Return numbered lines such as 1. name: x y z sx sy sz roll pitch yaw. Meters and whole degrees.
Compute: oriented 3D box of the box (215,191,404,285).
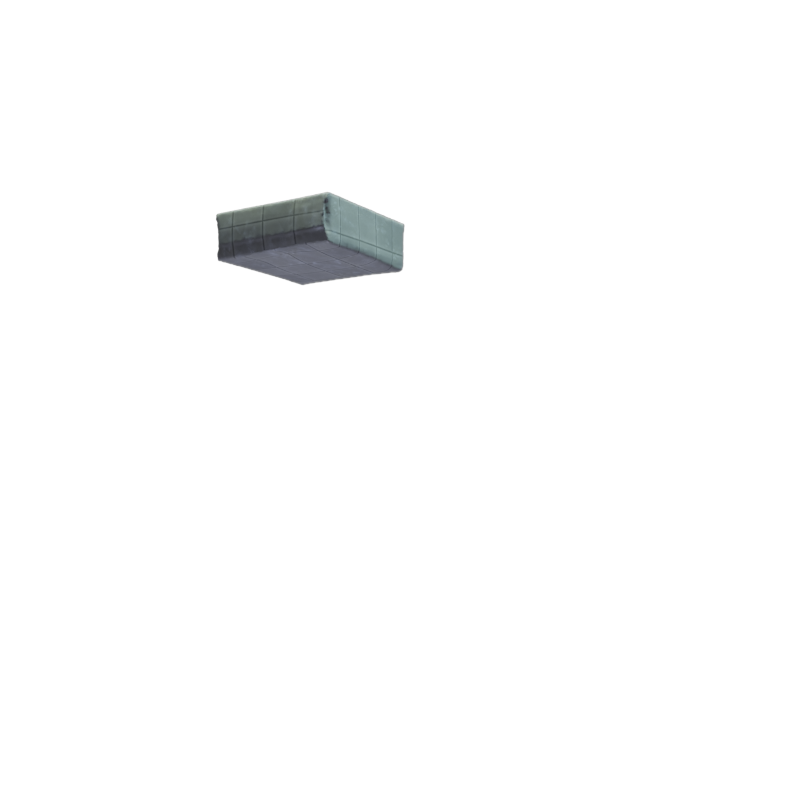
1. box: -0.060 -0.110 0.773 0.092 0.040 0.108 -4 -9 29
